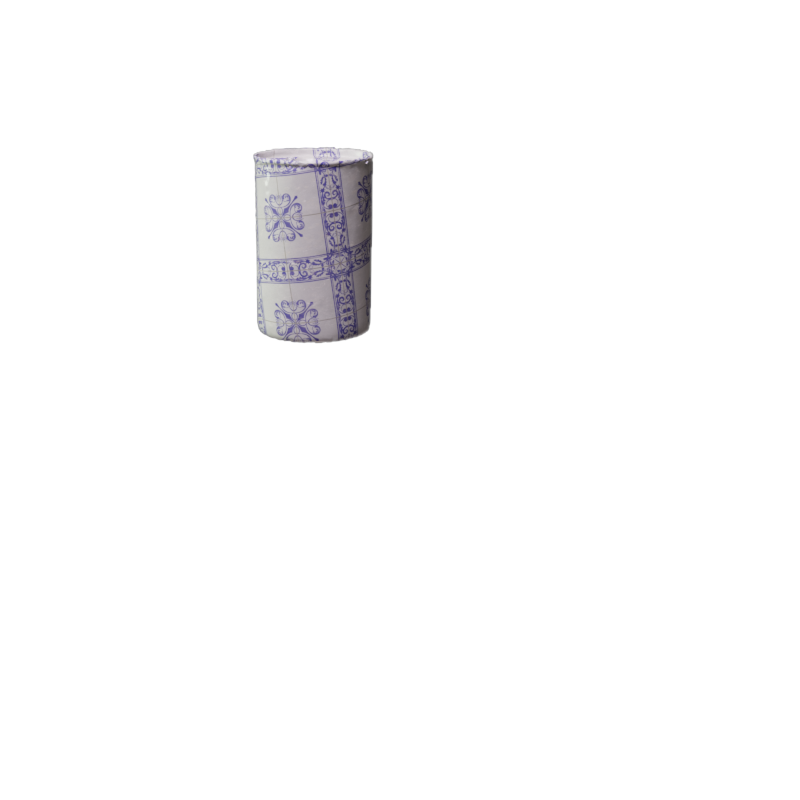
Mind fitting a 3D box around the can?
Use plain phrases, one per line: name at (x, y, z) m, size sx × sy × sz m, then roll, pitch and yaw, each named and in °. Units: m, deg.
can at (-0.050, -0.091, 0.635) m, size 0.068 × 0.099 × 0.071 m, roll 0°, pitch 14°, yaw -2°
